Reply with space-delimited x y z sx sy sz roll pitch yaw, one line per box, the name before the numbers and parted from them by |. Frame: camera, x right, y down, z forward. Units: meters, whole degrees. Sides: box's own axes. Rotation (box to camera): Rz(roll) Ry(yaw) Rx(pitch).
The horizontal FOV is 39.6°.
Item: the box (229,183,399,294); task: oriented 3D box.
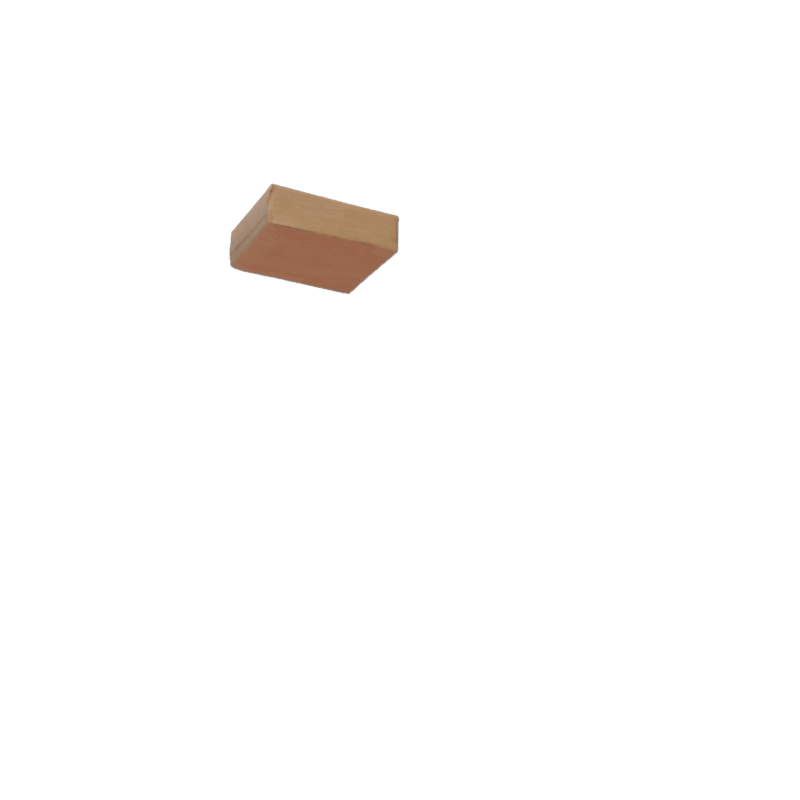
box | -0.070 -0.127 0.889 0.109 0.041 0.088 10 -24 -24
